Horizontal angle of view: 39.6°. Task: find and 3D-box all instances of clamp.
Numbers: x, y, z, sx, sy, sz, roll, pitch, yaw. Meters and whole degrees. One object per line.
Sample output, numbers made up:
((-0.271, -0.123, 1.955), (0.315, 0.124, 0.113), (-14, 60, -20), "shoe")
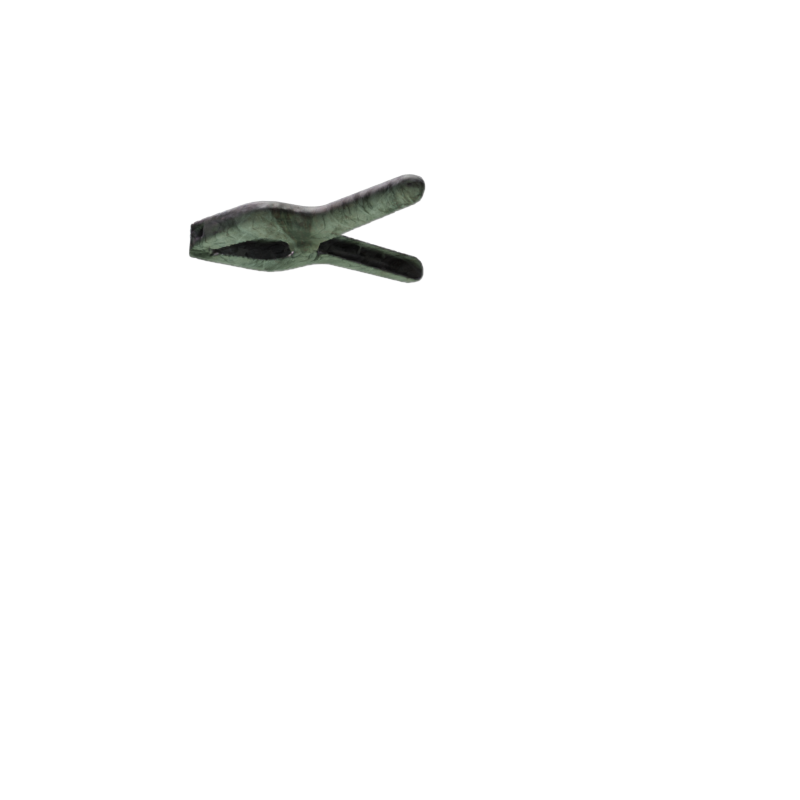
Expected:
((-0.075, -0.137, 0.958), (0.212, 0.038, 0.154), (-4, -23, 9), "clamp")
